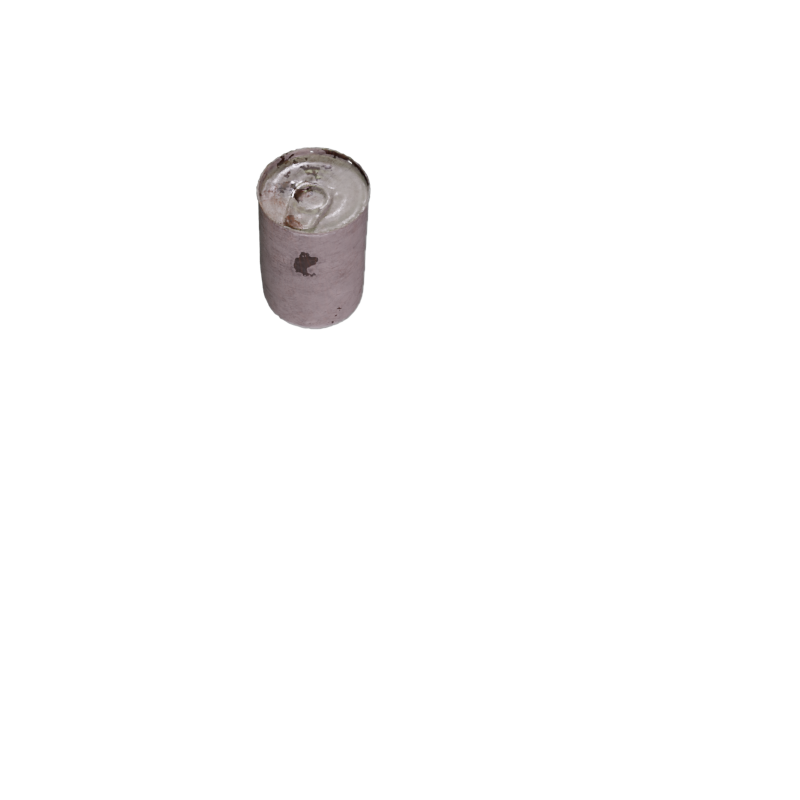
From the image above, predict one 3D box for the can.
[{"bbox_3d":[-0.054,-0.099,0.696,0.068,0.073,0.096,0,-34,-3],"label":"can"}]
